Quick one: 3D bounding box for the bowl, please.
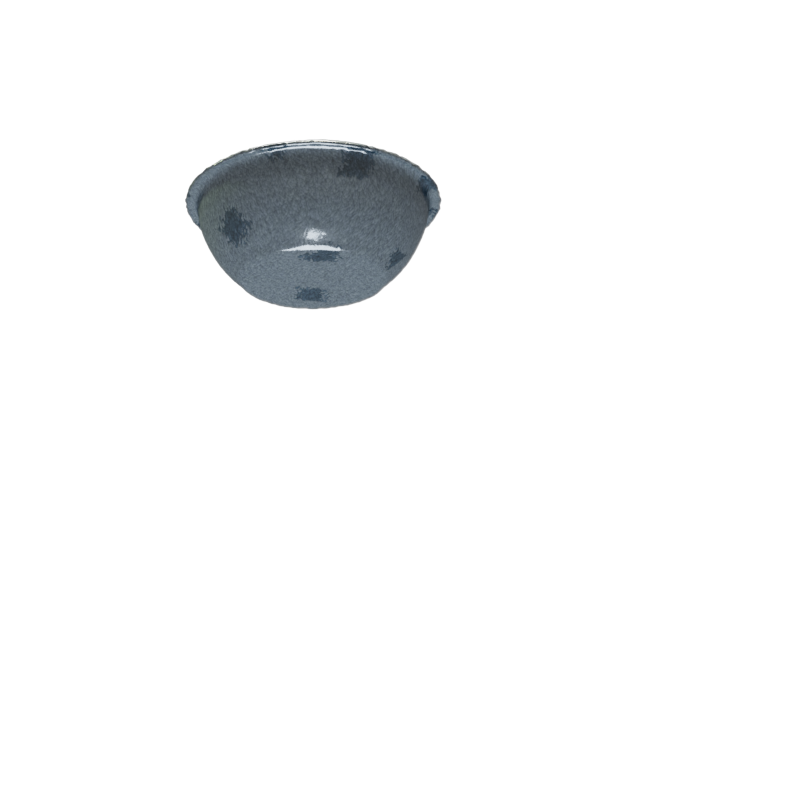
[{"bbox_3d":[-0.054,-0.099,0.695,0.162,0.058,0.154,1,-20,-2],"label":"bowl"}]
